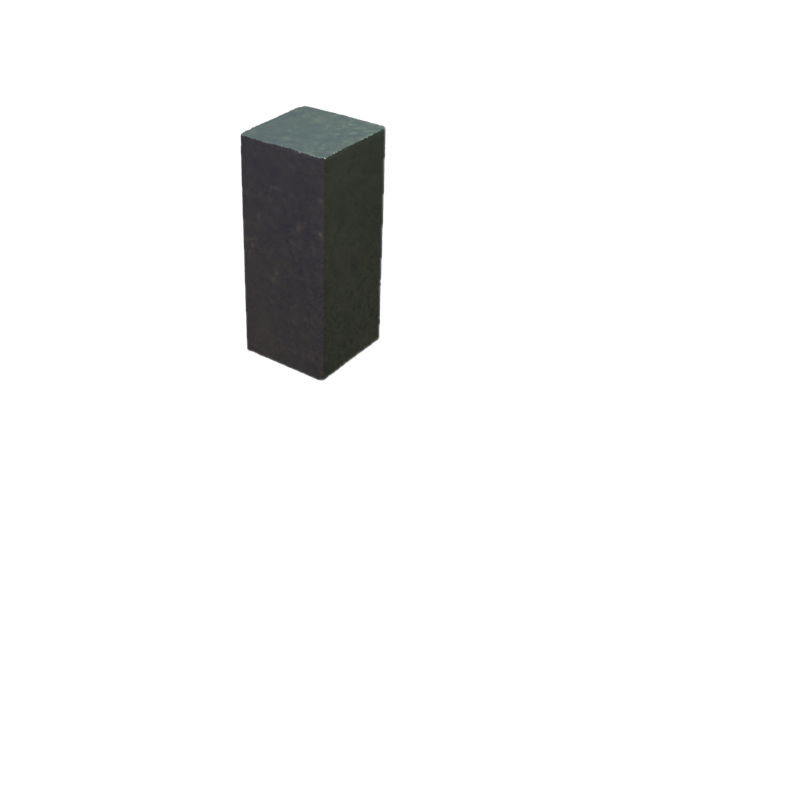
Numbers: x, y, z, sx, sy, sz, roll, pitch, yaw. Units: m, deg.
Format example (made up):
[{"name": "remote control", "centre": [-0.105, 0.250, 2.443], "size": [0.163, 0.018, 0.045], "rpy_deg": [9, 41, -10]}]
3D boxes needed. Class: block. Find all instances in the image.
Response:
[{"name": "block", "centre": [-0.075, -0.137, 0.957], "size": [0.095, 0.194, 0.091], "rpy_deg": [20, 34, 29]}]
